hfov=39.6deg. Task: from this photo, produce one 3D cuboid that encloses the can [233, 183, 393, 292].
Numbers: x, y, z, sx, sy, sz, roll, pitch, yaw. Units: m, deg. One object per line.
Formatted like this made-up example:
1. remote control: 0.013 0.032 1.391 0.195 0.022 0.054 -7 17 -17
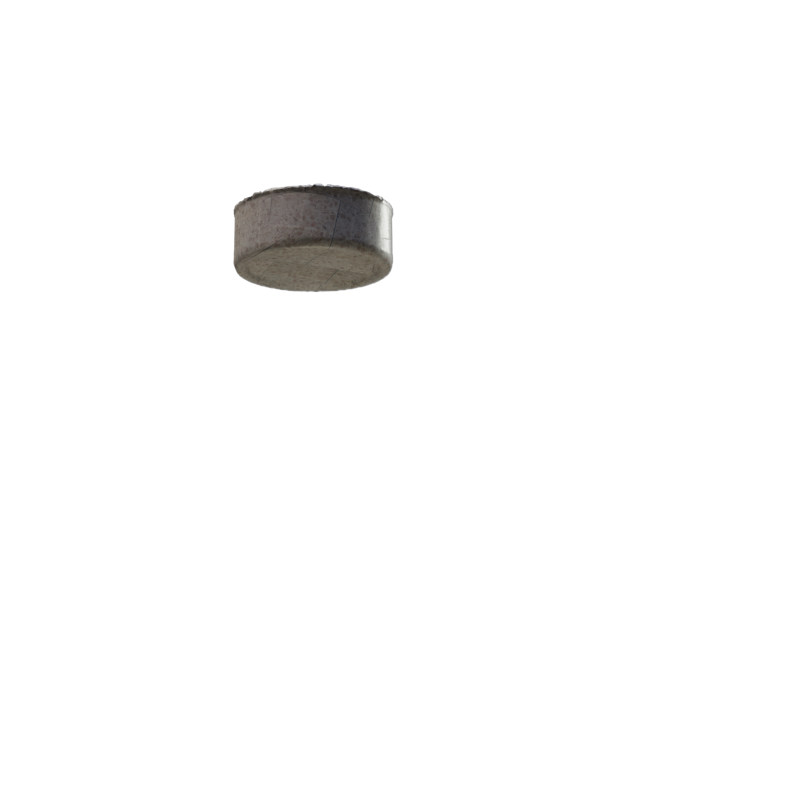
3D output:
1. can: -0.046 -0.084 0.590 0.086 0.035 0.083 0 -12 -2
